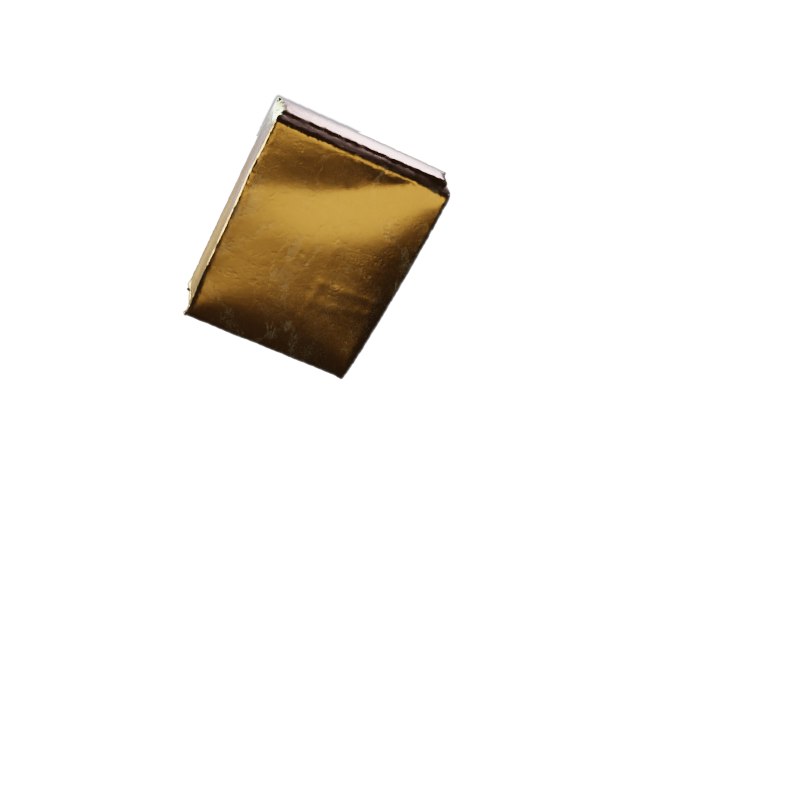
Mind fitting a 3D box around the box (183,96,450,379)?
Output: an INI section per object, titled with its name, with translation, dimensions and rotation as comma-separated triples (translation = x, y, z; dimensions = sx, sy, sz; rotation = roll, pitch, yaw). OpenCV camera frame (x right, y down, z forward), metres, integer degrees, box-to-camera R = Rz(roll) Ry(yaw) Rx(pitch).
[box]
translation = -0.041, -0.076, 0.531
dimensions = 0.088, 0.110, 0.041
rotation = 25, 22, -12
